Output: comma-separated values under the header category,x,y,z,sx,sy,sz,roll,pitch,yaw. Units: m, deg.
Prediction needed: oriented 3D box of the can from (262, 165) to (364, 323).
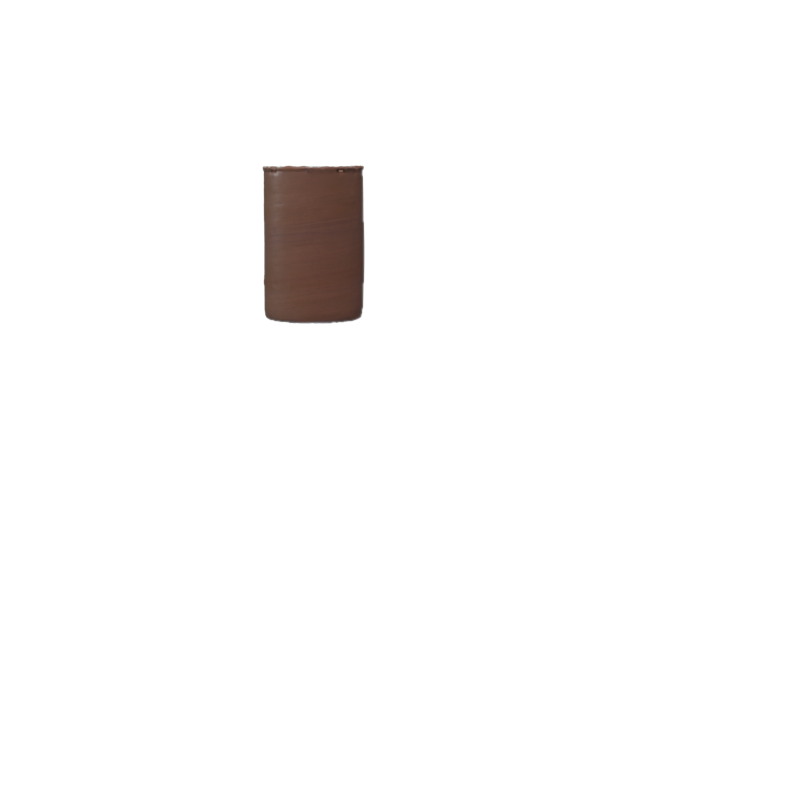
category,x,y,z,sx,sy,sz,roll,pitch,yaw
can,-0.058,-0.106,0.744,0.068,0.101,0.070,0,7,-2
